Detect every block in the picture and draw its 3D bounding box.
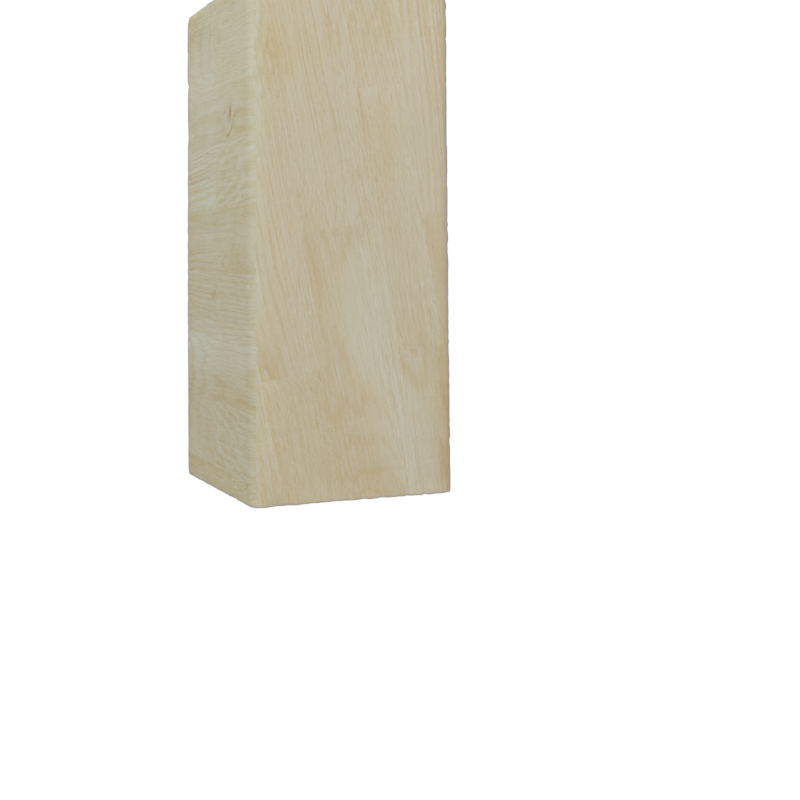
[{"bbox_3d":[-0.038,-0.068,0.480,0.087,0.207,0.093,0,-1,-25],"label":"block"}]
